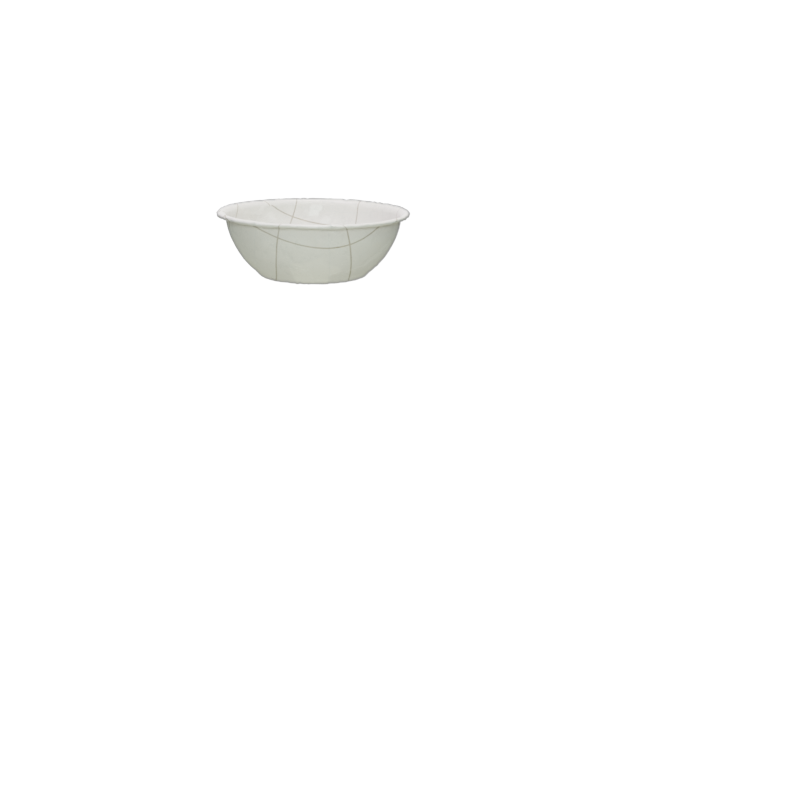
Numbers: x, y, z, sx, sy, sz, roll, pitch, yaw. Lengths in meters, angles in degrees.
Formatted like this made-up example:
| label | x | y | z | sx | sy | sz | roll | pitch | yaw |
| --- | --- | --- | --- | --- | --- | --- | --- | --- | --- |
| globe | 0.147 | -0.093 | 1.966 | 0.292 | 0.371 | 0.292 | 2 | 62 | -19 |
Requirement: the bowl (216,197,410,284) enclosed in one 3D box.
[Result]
| label | x | y | z | sx | sy | sz | roll | pitch | yaw |
| --- | --- | --- | --- | --- | --- | --- | --- | --- | --- |
| bowl | -0.073 | -0.133 | 0.930 | 0.162 | 0.053 | 0.168 | -1 | 17 | -2 |
